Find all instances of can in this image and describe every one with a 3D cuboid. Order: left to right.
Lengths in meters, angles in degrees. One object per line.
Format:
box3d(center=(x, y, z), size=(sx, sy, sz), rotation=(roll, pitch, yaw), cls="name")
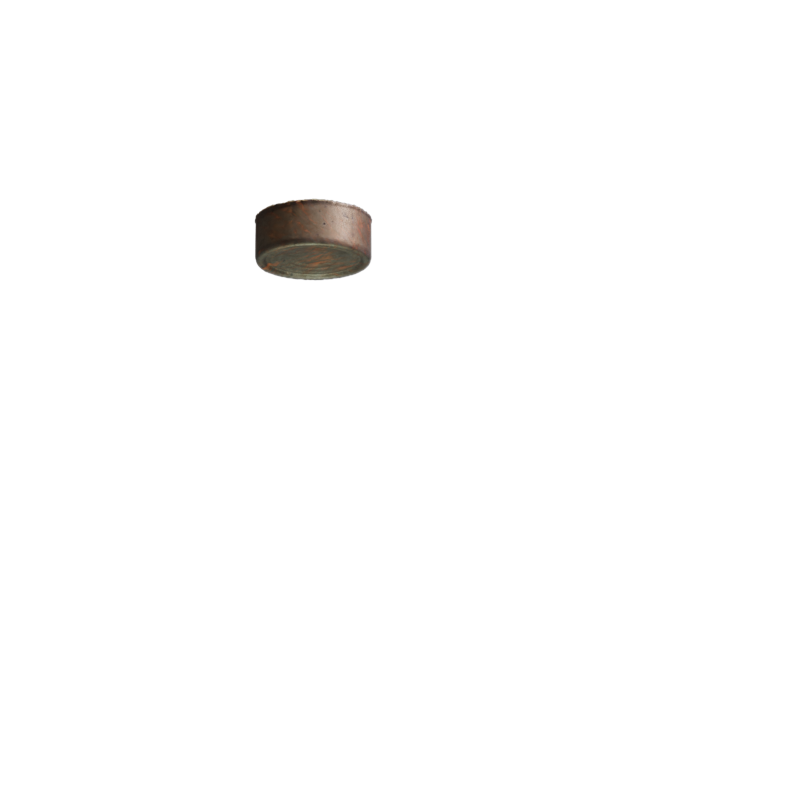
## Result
box3d(center=(-0.063, -0.115, 0.805), size=(0.086, 0.035, 0.083), rotation=(0, -13, -2), cls="can")
